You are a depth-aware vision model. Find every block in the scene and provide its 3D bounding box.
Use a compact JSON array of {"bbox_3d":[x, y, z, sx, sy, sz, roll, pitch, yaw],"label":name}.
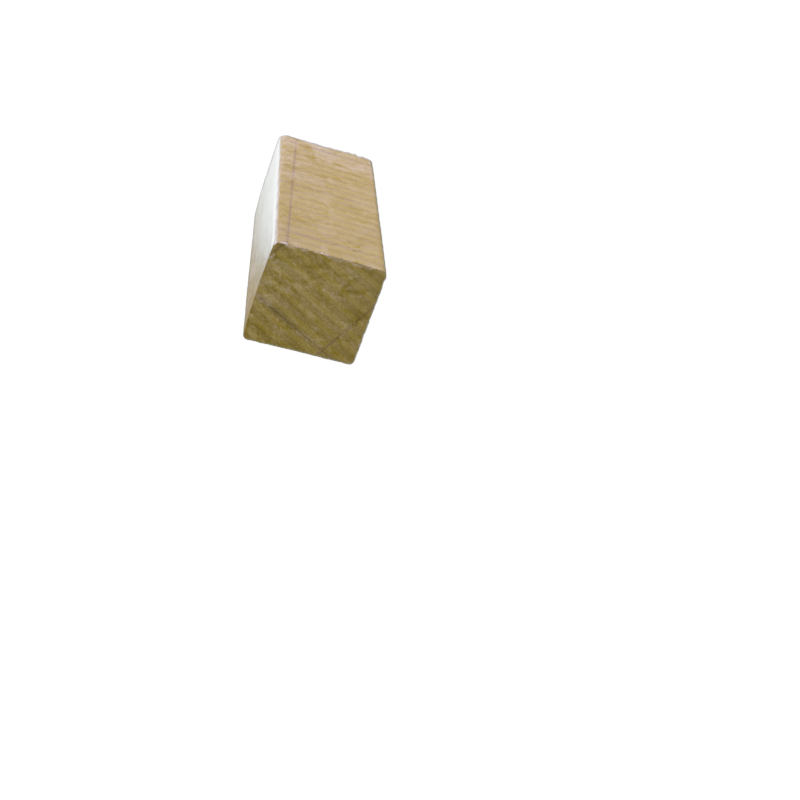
[{"bbox_3d":[-0.072,-0.132,0.921,0.089,0.086,0.220,14,31,-12],"label":"block"}]
